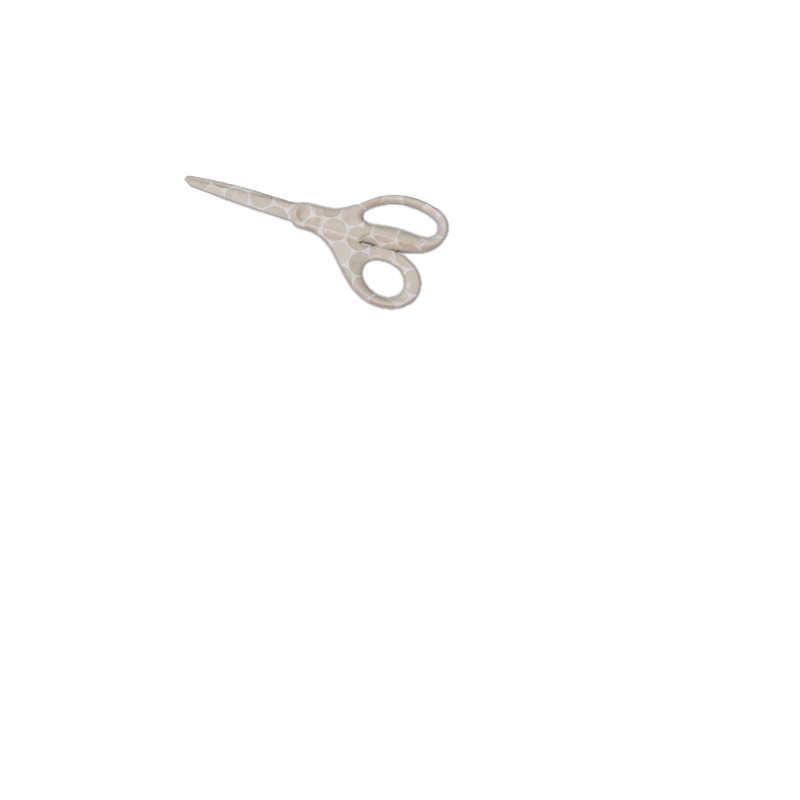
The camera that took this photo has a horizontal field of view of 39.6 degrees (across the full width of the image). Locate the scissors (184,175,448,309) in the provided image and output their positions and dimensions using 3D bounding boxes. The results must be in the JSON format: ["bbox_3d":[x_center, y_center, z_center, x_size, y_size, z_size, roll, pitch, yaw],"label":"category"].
[{"bbox_3d":[-0.065,-0.119,0.834,0.202,0.100,0.015,3,-15,1],"label":"scissors"}]
